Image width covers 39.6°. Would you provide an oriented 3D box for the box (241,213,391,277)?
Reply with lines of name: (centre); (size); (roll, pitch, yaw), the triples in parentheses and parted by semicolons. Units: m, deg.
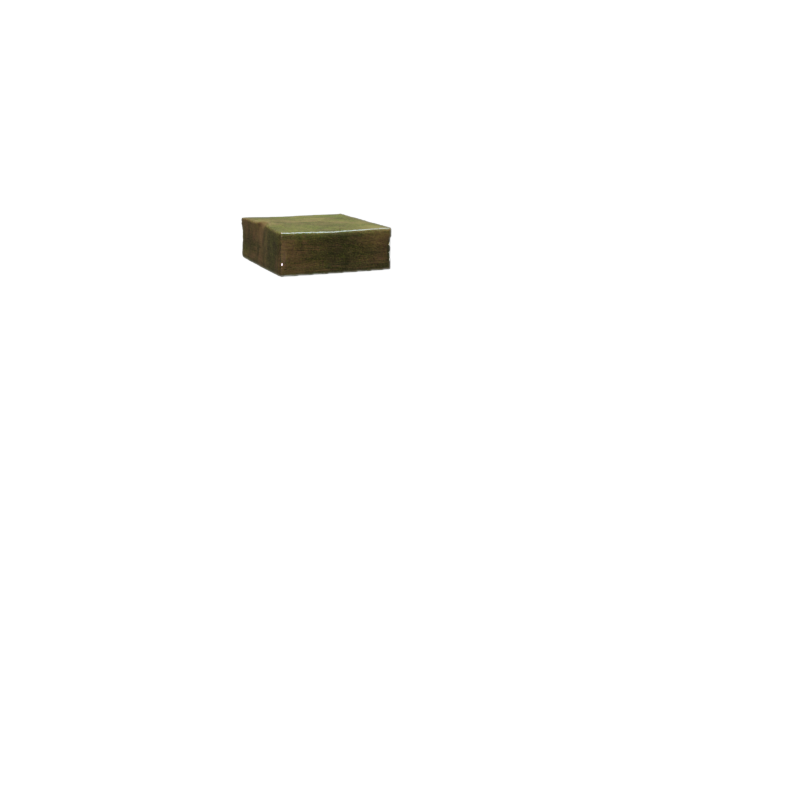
box: (-0.056, -0.102, 0.713); (0.071, 0.029, 0.094); (-6, 16, -21)
